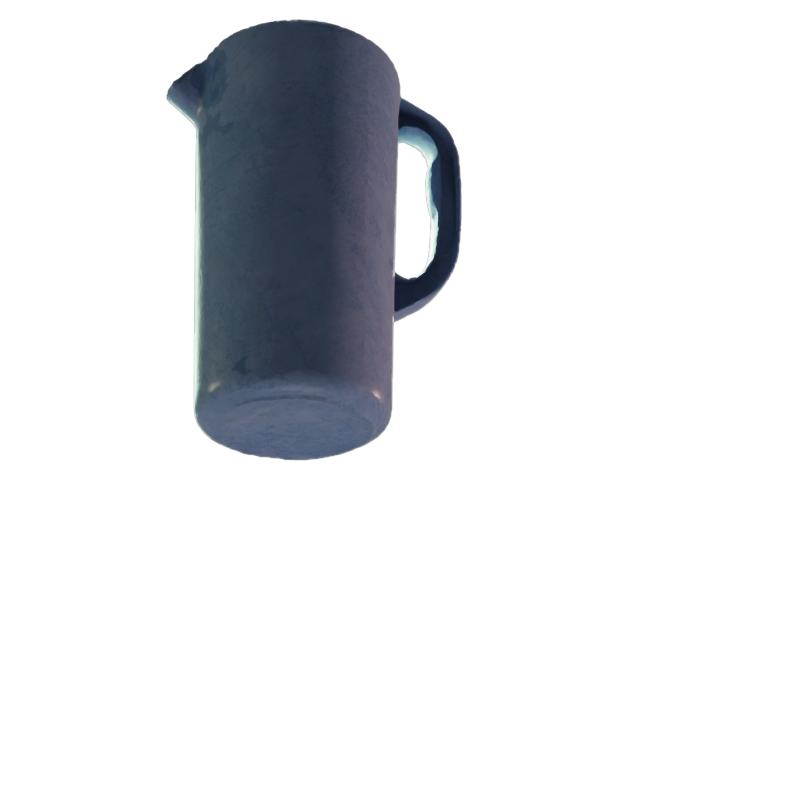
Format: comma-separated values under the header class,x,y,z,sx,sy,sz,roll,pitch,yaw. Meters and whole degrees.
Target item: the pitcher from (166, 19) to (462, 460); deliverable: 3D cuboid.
class,x,y,z,sx,sy,sz,roll,pitch,yaw
pitcher,-0.052,-0.094,0.661,0.151,0.258,0.134,-15,-31,23
